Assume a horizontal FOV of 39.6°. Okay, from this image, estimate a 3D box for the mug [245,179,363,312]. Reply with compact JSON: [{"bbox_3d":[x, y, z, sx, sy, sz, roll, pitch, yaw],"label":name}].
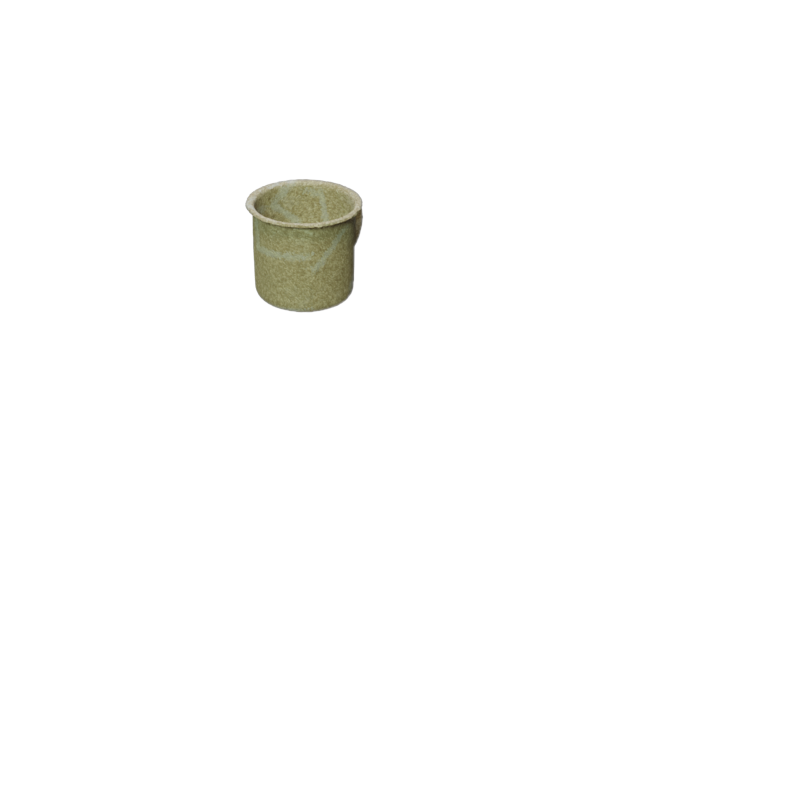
[{"bbox_3d":[-0.071,-0.129,0.906,0.098,0.077,0.118,20,36,29],"label":"mug"}]
